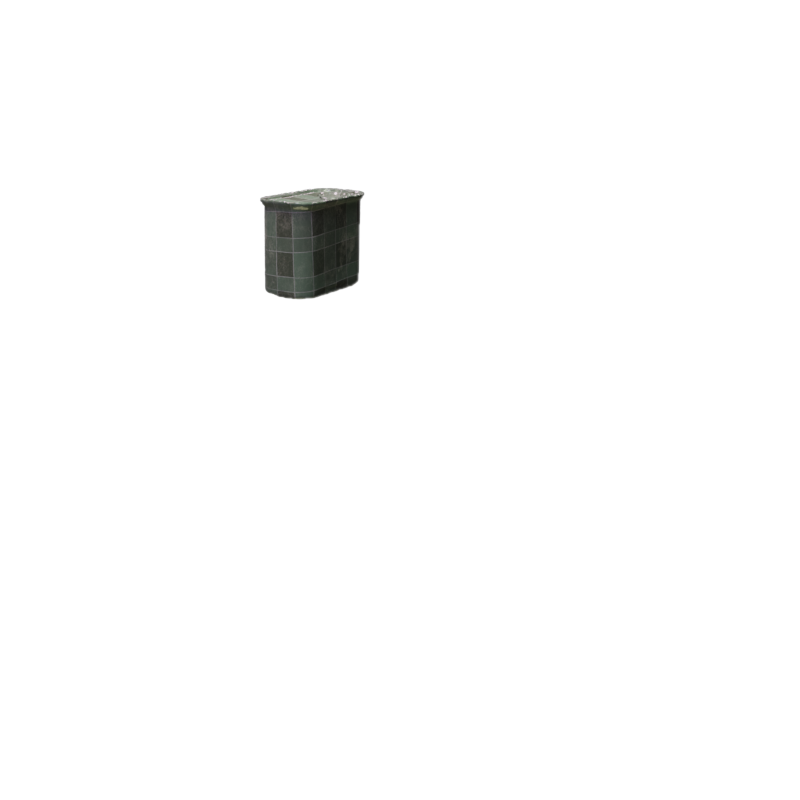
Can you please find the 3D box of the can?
[{"bbox_3d":[-0.076,-0.139,0.975,0.060,0.081,0.100,8,17,31],"label":"can"}]
